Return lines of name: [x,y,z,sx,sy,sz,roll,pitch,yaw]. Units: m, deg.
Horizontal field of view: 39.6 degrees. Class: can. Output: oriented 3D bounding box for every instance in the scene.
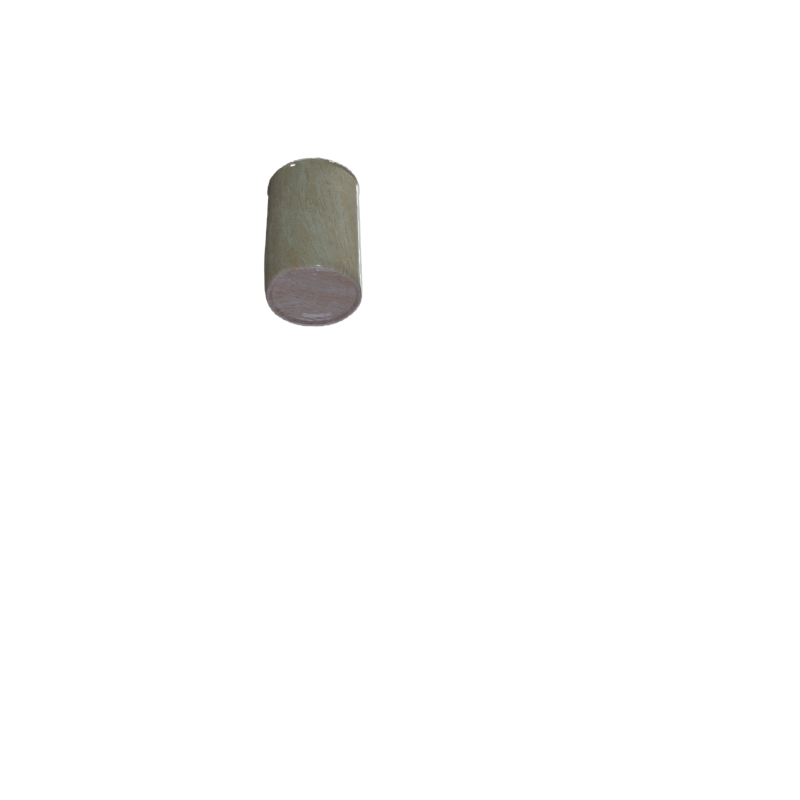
can: [-0.061,-0.111,0.781,0.068,0.110,0.064,-1,-38,-3]
